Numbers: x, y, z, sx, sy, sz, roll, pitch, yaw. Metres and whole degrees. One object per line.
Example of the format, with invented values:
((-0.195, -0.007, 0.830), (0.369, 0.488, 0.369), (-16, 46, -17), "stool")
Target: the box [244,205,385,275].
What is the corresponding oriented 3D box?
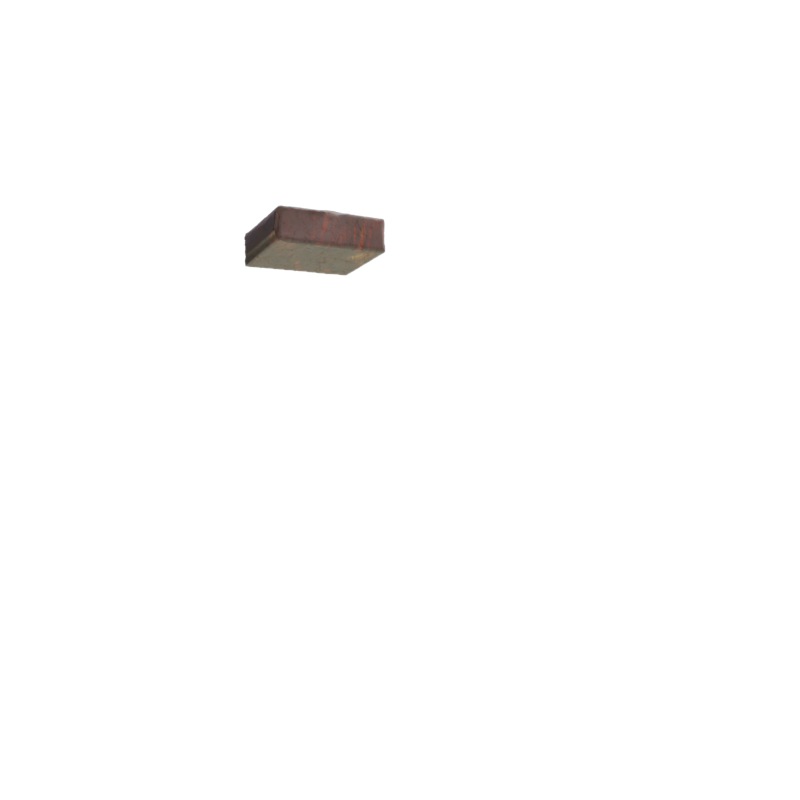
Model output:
((-0.066, -0.121, 0.846), (0.086, 0.031, 0.073), (4, -12, -23), "box")
